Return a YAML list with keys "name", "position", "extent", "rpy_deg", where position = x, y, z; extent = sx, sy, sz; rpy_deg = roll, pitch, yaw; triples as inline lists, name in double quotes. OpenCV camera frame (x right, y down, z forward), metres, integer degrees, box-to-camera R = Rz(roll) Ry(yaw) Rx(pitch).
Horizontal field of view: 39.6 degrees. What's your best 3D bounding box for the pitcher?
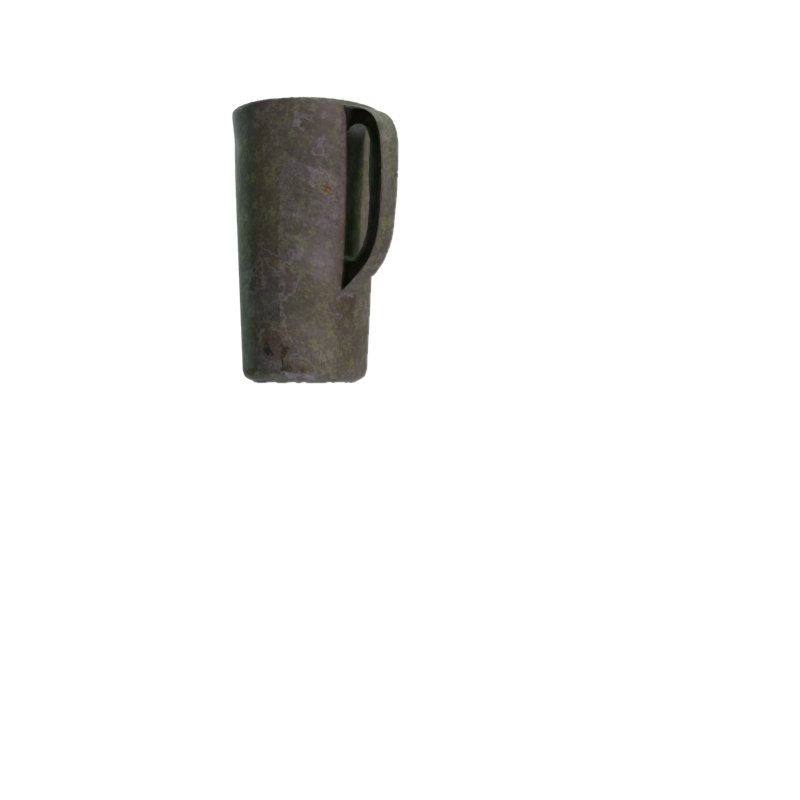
- name: "pitcher"
  position: [-0.075, -0.137, 0.963]
  extent: [0.145, 0.247, 0.147]
  rpy_deg: [0, -5, 0]
